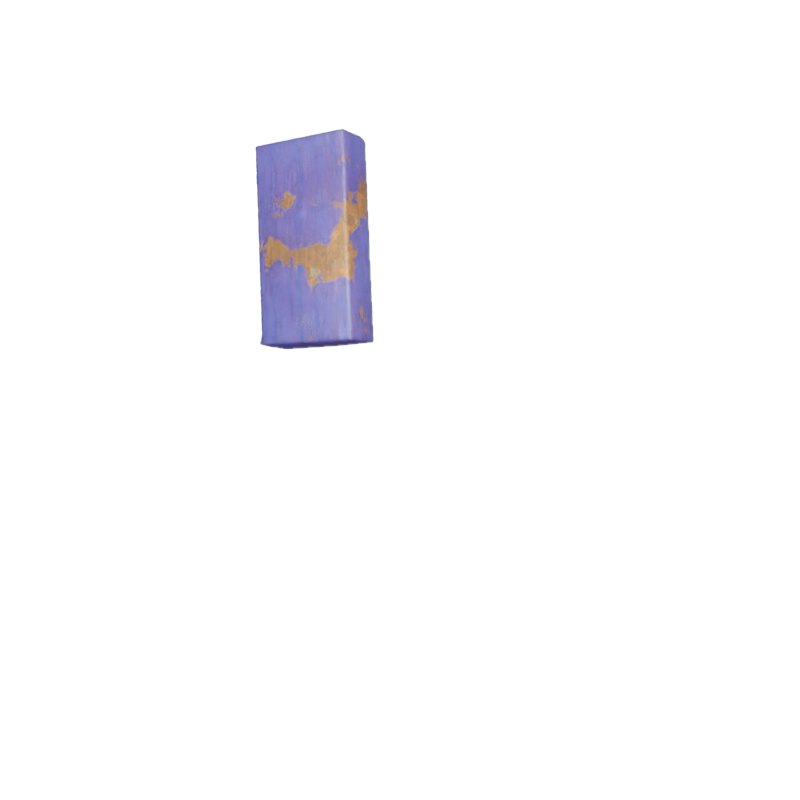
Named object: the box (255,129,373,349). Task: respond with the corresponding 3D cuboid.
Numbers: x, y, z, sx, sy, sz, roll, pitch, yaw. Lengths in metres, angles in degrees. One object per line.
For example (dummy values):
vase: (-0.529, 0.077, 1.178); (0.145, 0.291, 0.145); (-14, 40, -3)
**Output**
box: (-0.073, -0.134, 0.941); (0.096, 0.181, 0.045); (-6, -12, 31)
